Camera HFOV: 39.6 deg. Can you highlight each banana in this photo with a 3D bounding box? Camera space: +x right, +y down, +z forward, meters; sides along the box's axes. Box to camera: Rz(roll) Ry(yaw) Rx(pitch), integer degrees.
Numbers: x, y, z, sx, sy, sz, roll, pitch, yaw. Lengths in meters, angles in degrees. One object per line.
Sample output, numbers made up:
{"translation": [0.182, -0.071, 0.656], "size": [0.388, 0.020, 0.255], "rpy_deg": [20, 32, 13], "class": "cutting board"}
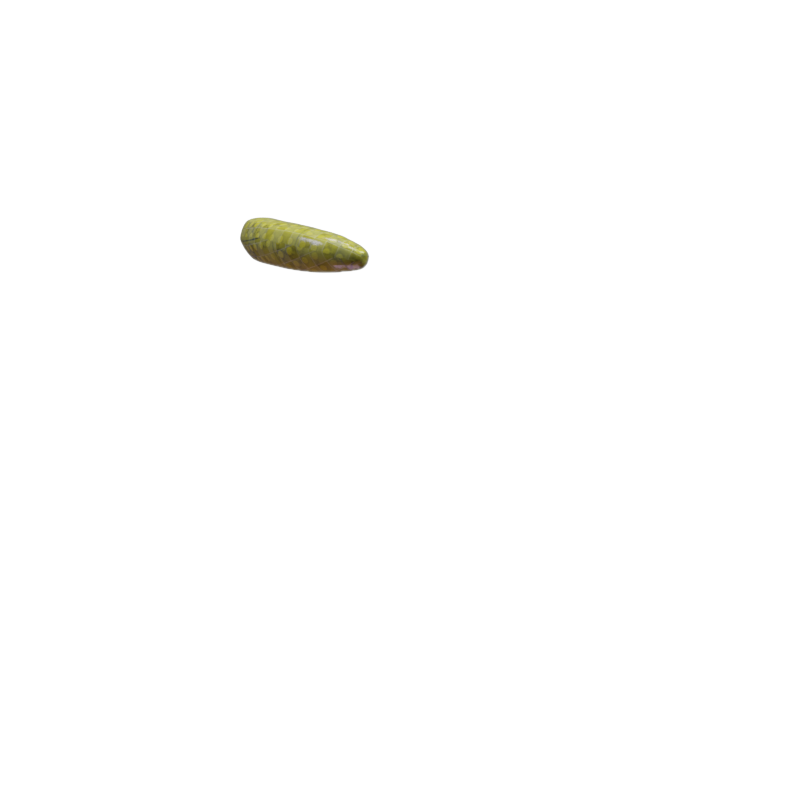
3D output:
{"translation": [-0.090, -0.131, 0.916], "size": [0.068, 0.036, 0.207], "rpy_deg": [-4, 14, -21], "class": "banana"}
